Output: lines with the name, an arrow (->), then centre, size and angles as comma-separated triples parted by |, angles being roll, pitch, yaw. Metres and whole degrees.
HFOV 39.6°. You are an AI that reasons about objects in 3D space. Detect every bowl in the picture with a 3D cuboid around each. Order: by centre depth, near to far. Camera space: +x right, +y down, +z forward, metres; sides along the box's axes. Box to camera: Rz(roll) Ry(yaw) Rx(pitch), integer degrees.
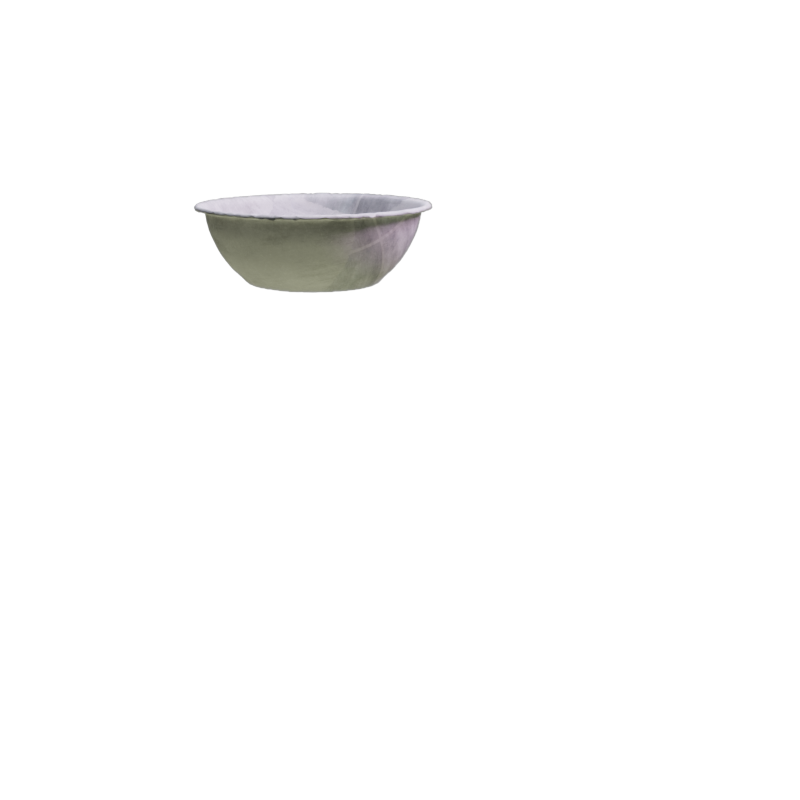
bowl -> -0.059, -0.108, 0.755 | 0.162, 0.054, 0.167 | 0, 15, -2
